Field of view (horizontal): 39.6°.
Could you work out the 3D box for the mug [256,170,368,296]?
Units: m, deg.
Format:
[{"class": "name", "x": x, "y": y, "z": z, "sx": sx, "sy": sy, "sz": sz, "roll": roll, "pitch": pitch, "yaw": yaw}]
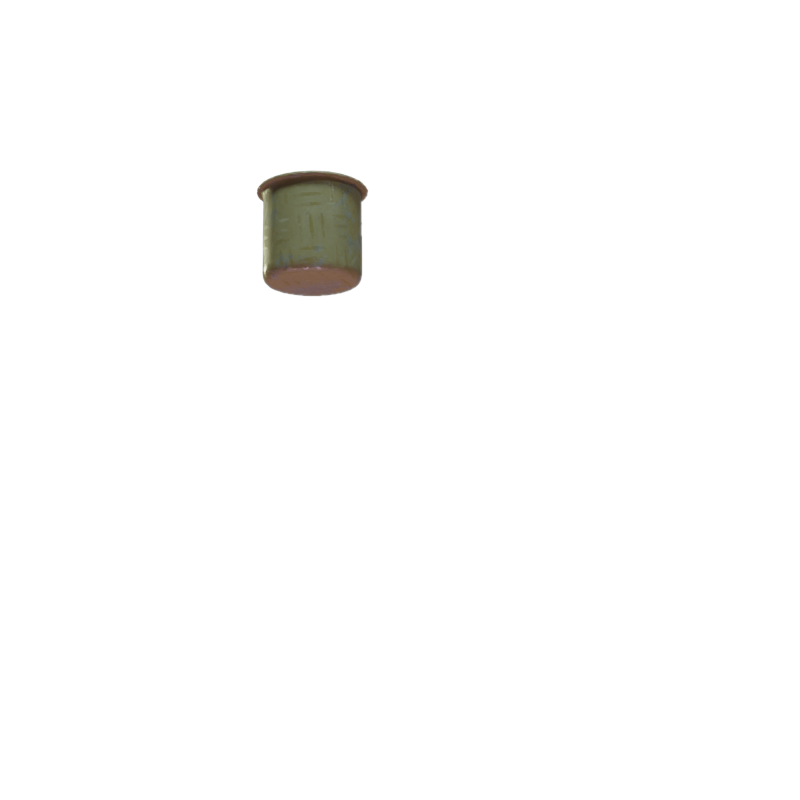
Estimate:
[{"class": "mug", "x": -0.073, "y": -0.133, "z": 0.928, "sx": 0.093, "sy": 0.085, "sz": 0.112, "roll": -1, "pitch": -14, "yaw": 1}]
